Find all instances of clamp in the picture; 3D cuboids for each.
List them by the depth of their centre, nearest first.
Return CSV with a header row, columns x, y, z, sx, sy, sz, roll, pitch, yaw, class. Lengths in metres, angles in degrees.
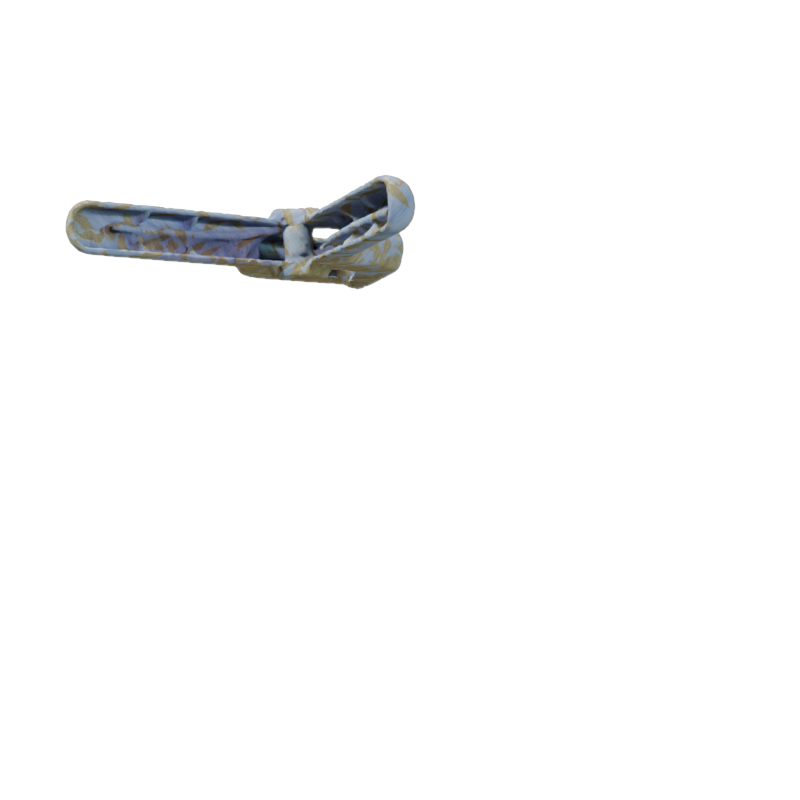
x,y,z,sx,sy,sz,roll,pitch,yaw,class
-0.045,-0.081,0.570,0.169,0.037,0.202,0,-1,23,clamp
